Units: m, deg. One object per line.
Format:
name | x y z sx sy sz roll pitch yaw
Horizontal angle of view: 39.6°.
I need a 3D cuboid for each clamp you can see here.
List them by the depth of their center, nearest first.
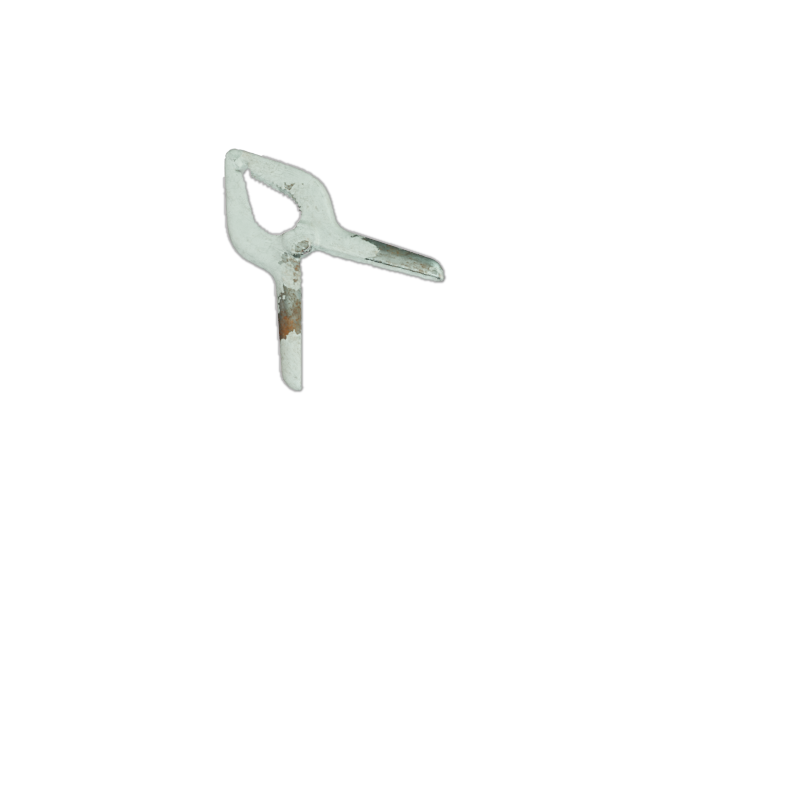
clamp | -0.074 -0.136 0.951 0.164 0.217 0.035 -30 -12 -7
